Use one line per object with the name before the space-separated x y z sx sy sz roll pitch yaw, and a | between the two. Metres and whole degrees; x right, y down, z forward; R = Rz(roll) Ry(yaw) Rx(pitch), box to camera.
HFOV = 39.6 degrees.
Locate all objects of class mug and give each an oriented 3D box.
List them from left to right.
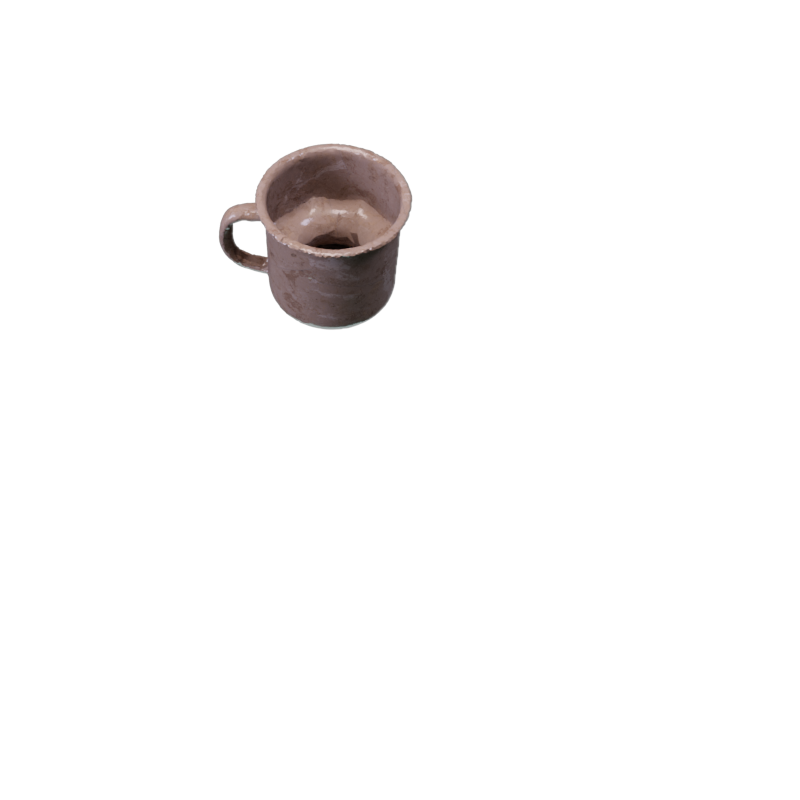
mug | -0.054 -0.098 0.687 0.117 0.100 0.076 0 -38 -1
